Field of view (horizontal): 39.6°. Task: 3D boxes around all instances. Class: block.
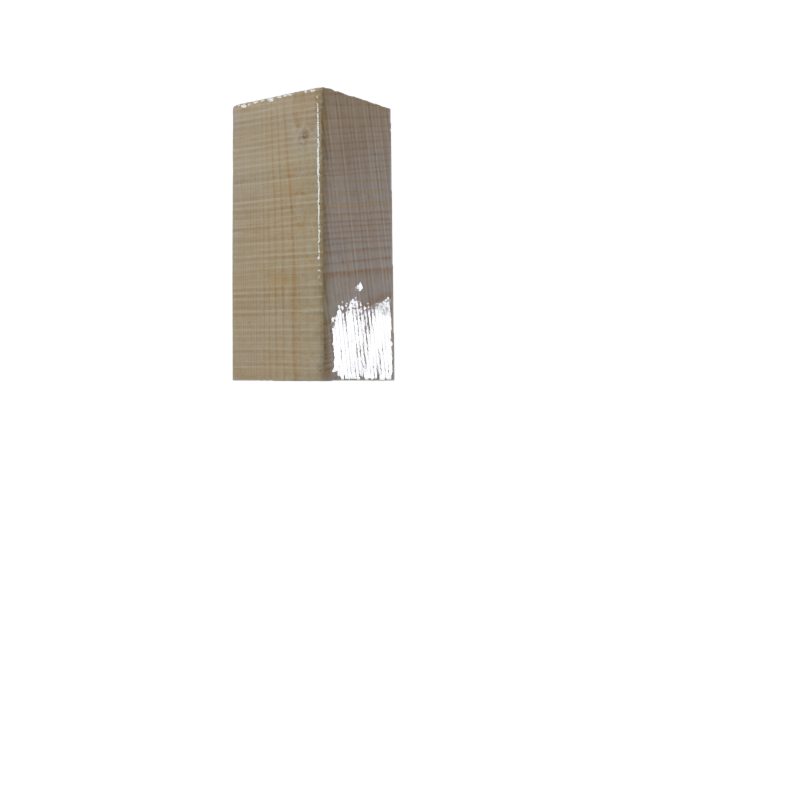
[{"bbox_3d":[-0.065,-0.118,0.829,0.094,0.209,0.086,-4,-7,36],"label":"block"}]
